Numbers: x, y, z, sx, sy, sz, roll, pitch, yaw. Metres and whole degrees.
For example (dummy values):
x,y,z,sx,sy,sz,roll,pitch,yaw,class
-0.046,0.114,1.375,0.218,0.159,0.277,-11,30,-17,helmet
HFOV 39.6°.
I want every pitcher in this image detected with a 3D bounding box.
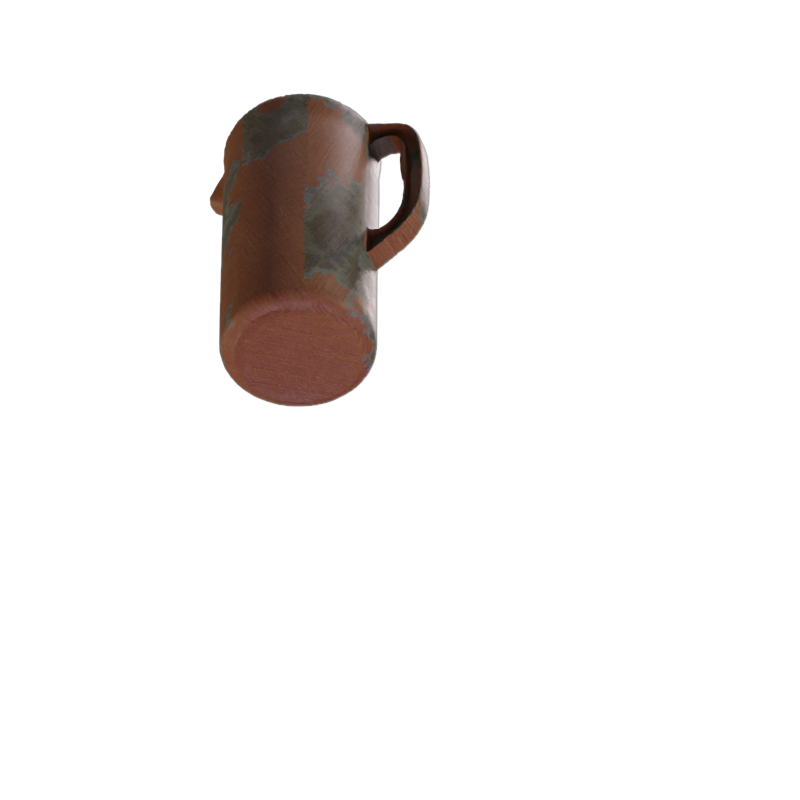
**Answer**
x,y,z,sx,sy,sz,roll,pitch,yaw,class
-0.065,-0.119,0.836,0.141,0.143,0.261,16,40,-18,pitcher
